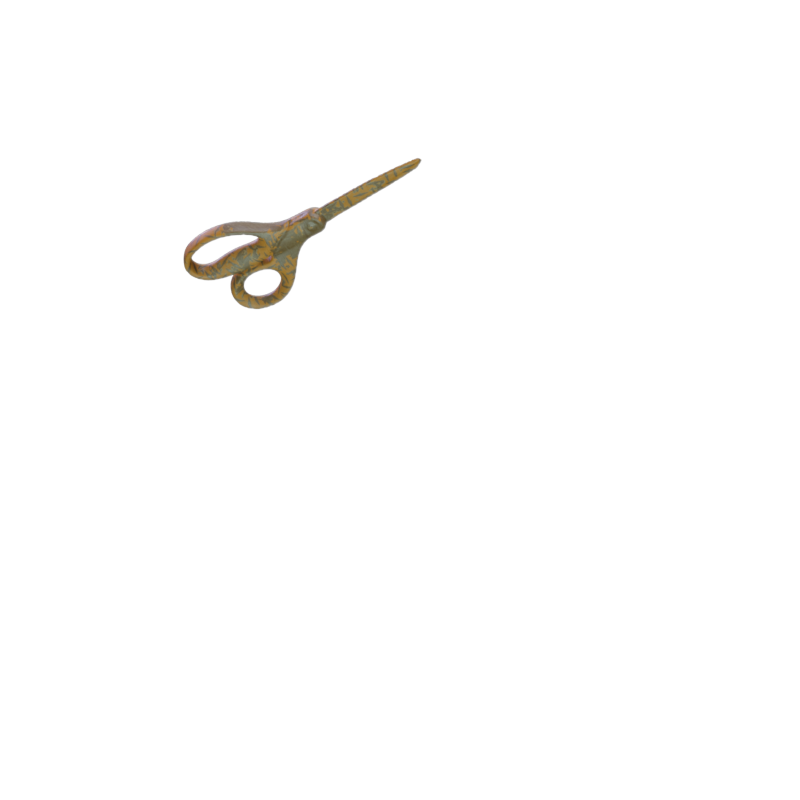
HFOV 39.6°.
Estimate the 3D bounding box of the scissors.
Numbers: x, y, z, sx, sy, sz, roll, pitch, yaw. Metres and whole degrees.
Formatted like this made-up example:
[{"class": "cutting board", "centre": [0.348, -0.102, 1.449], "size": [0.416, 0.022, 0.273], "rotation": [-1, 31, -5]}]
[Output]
[{"class": "scissors", "centre": [-0.066, -0.120, 0.839], "size": [0.203, 0.017, 0.089], "rotation": [-14, -44, 15]}]
